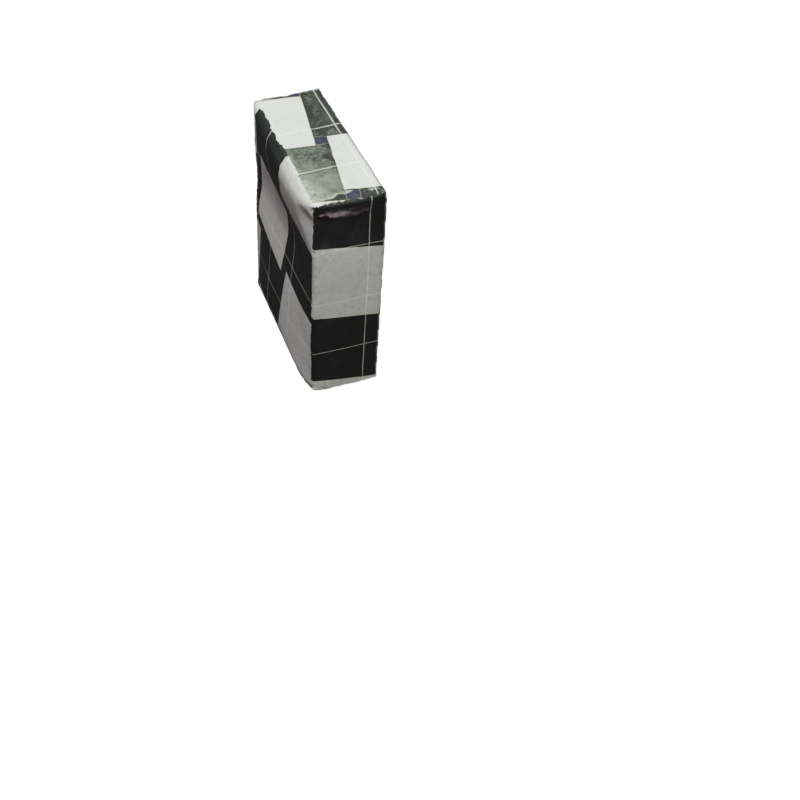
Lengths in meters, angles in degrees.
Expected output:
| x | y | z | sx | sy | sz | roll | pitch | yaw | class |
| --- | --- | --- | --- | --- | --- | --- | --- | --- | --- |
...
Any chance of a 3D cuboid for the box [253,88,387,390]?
| x | y | z | sx | sy | sz | roll | pitch | yaw | class |
| --- | --- | --- | --- | --- | --- | --- | --- | --- | --- |
| -0.077 | -0.141 | 0.984 | 0.071 | 0.199 | 0.178 | -13 | 46 | -17 | box |
